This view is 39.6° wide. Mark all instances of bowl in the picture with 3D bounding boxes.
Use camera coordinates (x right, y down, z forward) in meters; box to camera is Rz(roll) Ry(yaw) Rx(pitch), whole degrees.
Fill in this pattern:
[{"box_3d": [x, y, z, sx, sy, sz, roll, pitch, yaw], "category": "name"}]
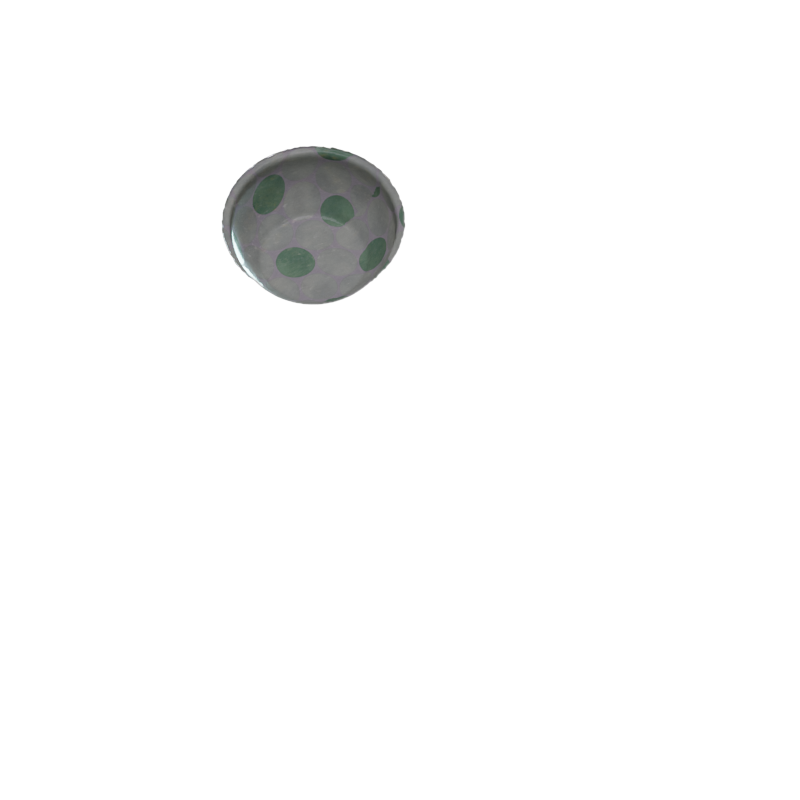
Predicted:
[{"box_3d": [-0.075, -0.137, 0.959, 0.162, 0.151, 0.059, 1, 38, -1], "category": "bowl"}]
